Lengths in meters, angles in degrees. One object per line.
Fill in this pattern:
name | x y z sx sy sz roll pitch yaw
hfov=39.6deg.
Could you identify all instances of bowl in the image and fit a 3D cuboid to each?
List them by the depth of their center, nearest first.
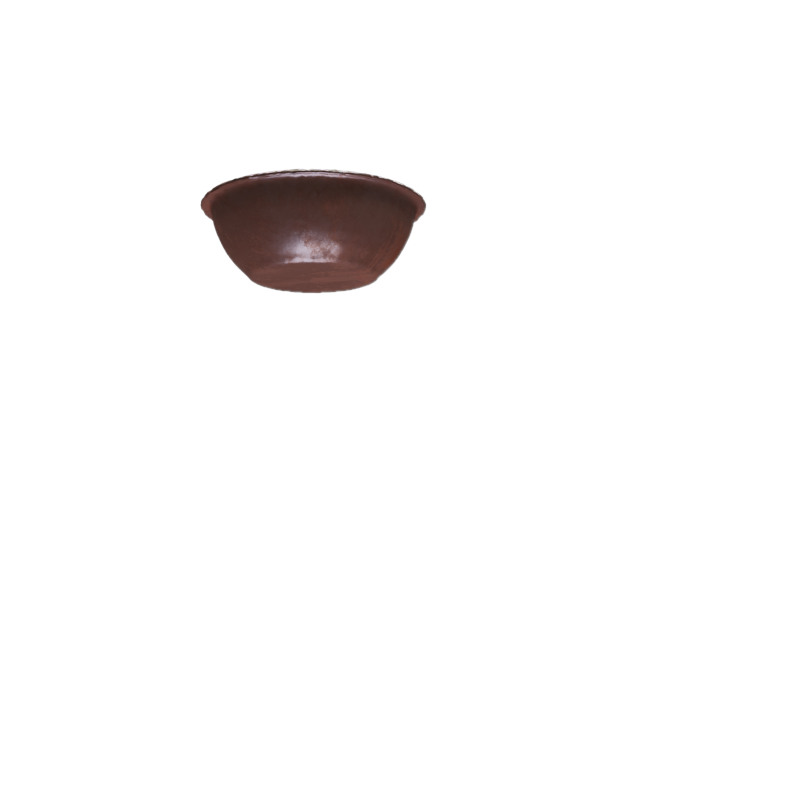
bowl | -0.062 -0.113 0.792 0.162 0.057 0.158 0 -9 -2
